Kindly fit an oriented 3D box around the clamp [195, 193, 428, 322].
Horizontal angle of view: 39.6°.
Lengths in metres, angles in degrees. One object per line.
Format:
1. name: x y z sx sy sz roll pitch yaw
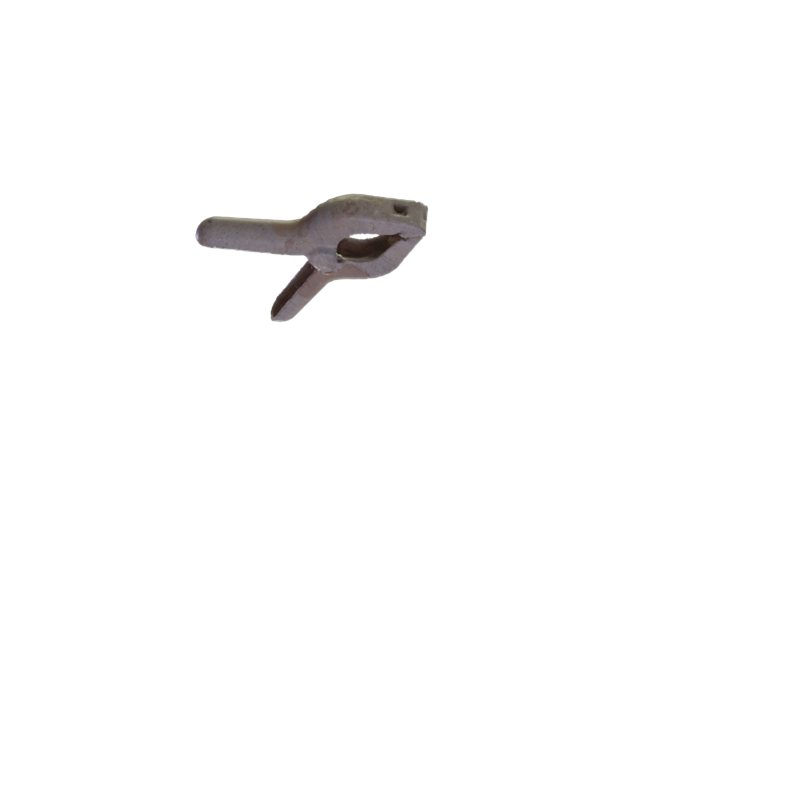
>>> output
1. clamp: -0.065 -0.118 0.828 0.172 0.042 0.112 -22 -38 30
